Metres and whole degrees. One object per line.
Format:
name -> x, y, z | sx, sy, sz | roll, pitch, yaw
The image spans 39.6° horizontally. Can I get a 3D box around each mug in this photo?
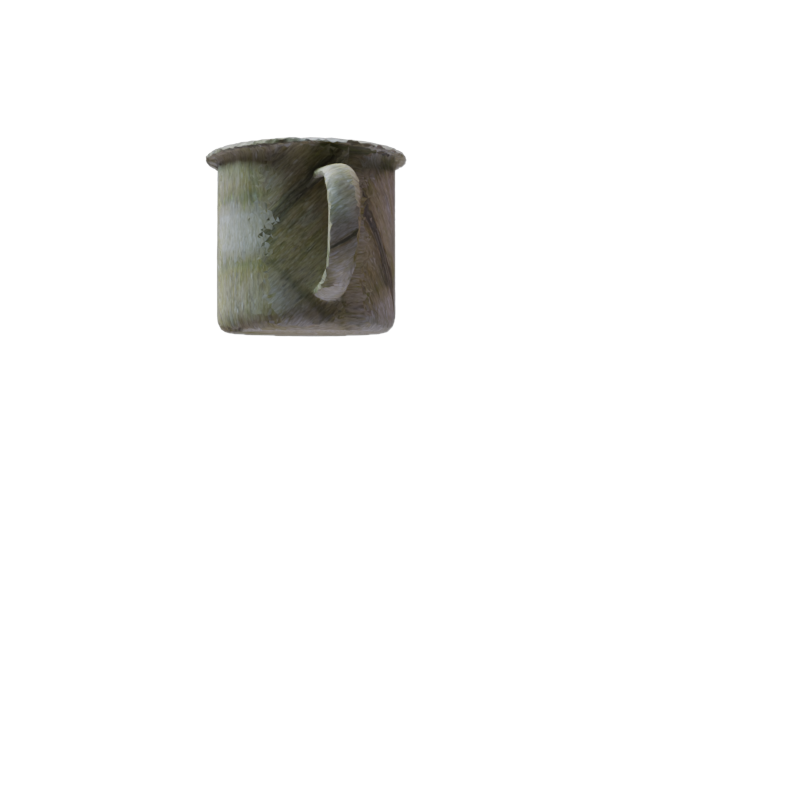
mug -> -0.039, -0.071, 0.499 | 0.091, 0.083, 0.119 | 1, -2, -19
